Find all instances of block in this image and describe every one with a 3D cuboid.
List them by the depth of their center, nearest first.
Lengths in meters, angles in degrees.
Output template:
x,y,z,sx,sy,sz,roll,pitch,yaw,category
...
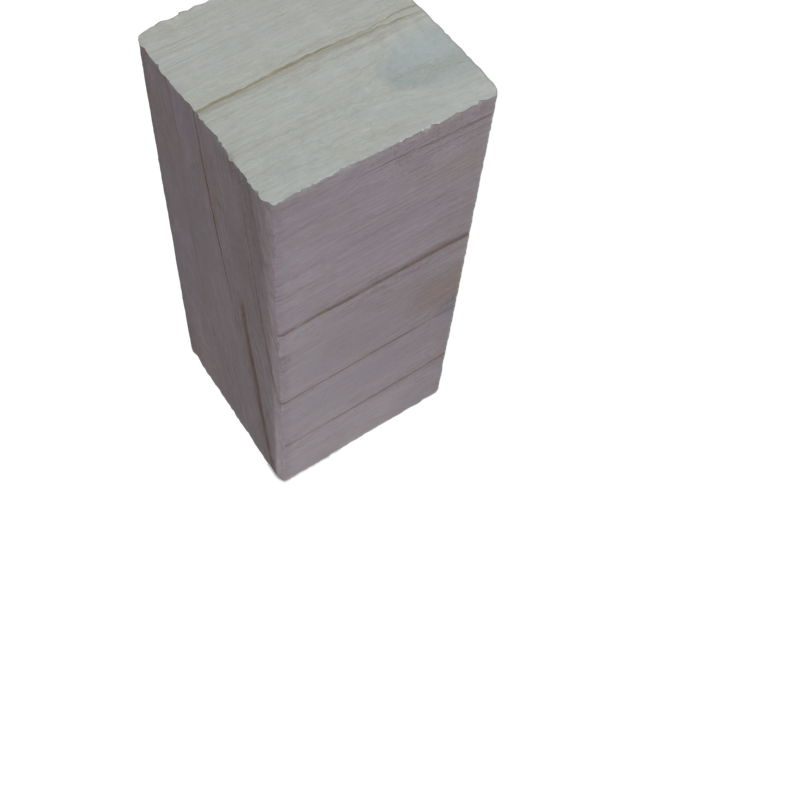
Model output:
x,y,z,sx,sy,sz,roll,pitch,yaw,category
-0.035,-0.064,0.448,0.091,0.096,0.194,-30,-24,-19,block
